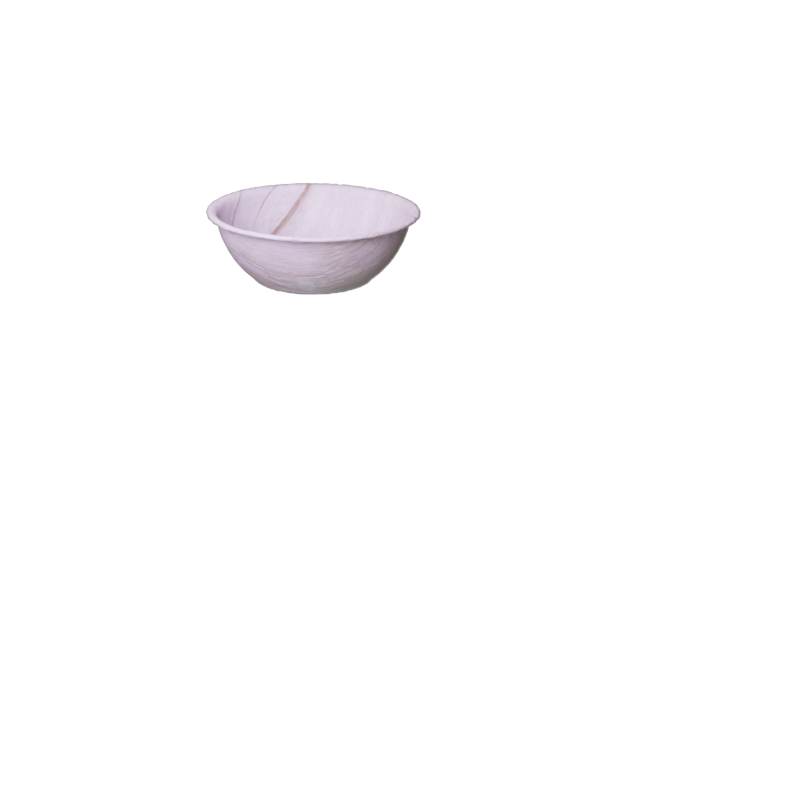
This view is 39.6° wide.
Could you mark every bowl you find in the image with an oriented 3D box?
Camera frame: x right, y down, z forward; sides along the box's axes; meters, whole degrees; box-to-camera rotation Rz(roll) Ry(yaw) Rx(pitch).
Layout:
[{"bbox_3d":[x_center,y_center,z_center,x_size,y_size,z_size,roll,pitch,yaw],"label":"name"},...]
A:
[{"bbox_3d":[-0.066,-0.120,0.843,0.162,0.053,0.170,-1,23,-2],"label":"bowl"}]
